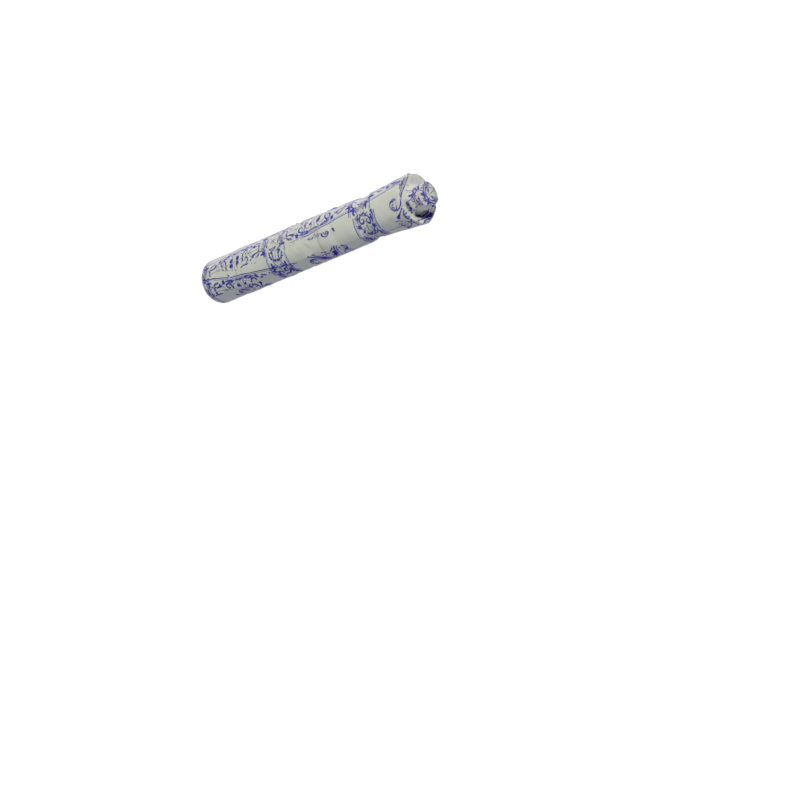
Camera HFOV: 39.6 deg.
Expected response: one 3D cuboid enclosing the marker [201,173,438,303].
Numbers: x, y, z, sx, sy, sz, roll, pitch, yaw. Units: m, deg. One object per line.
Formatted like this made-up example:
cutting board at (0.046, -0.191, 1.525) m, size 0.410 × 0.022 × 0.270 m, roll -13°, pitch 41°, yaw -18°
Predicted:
marker at (-0.033, -0.060, 0.423) m, size 0.123 × 0.020 × 0.019 m, roll -14°, pitch -7°, yaw 44°
